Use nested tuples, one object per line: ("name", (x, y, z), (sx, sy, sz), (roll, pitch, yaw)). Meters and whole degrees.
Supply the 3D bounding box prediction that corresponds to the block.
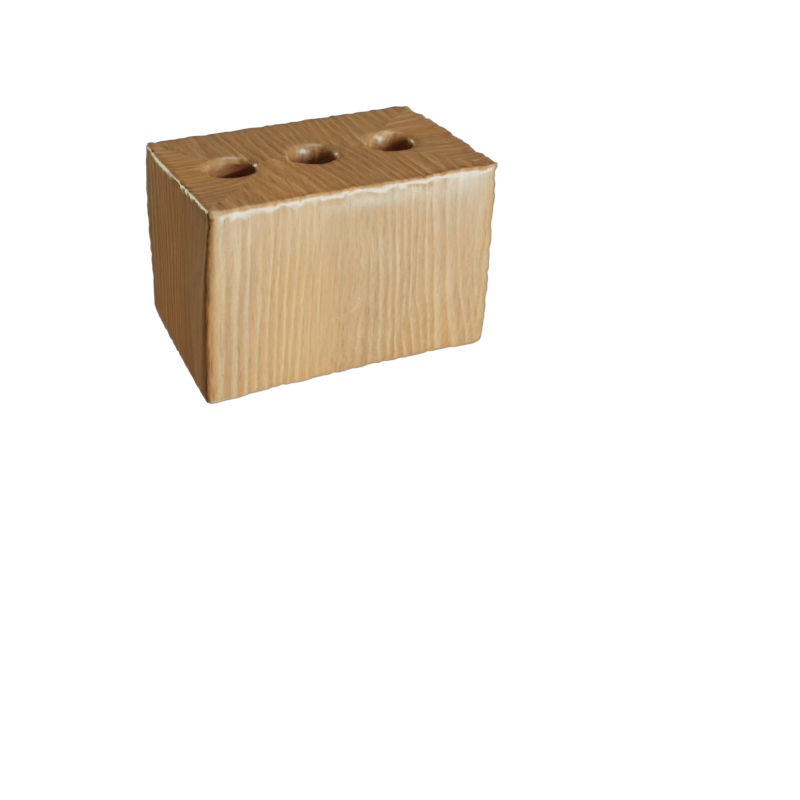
("block", (-0.023, -0.041, 0.290), (0.077, 0.048, 0.057), (-14, 34, -22))
